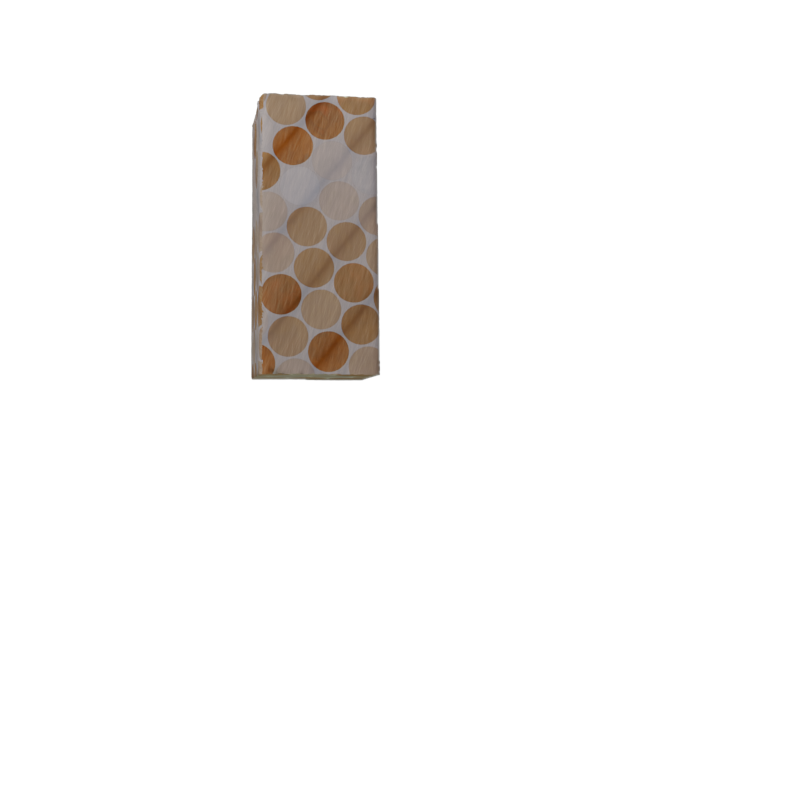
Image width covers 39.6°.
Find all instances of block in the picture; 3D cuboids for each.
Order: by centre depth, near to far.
[{"bbox_3d":[-0.067,-0.121,0.846,0.089,0.211,0.090,1,-8,-9],"label":"block"}]
